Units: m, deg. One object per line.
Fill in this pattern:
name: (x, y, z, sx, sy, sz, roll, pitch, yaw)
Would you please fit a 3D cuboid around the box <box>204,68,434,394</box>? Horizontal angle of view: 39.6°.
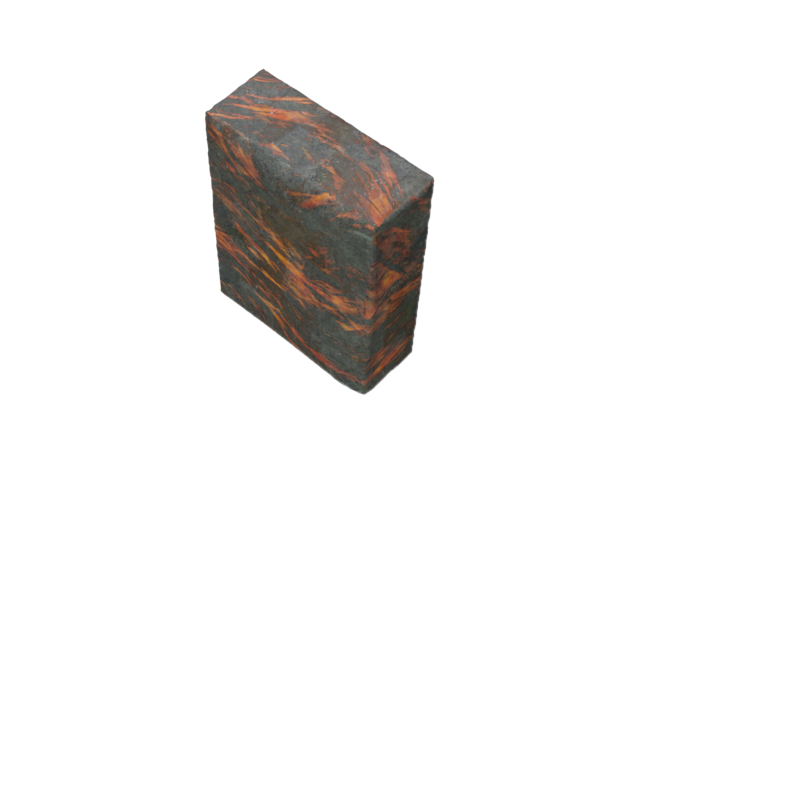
box: (-0.066, -0.120, 0.843, 0.173, 0.073, 0.200, 37, -29, 21)
